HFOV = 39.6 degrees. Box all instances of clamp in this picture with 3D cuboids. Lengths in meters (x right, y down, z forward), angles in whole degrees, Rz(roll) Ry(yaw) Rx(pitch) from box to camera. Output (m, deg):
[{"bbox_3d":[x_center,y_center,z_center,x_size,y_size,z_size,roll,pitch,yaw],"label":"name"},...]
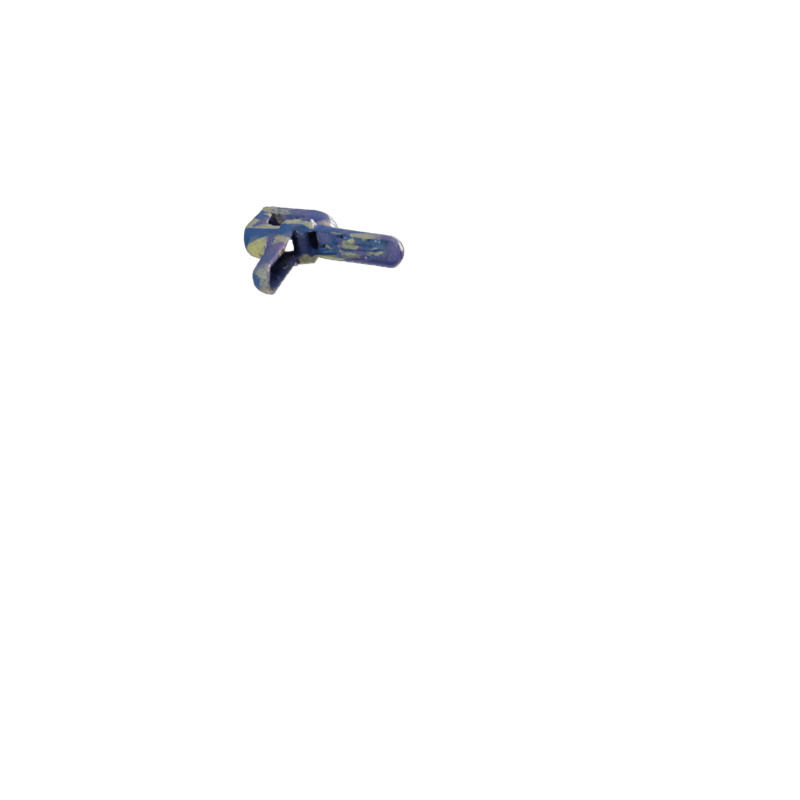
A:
[{"bbox_3d":[-0.071,-0.129,0.904,0.118,0.037,0.182,-6,25,-12],"label":"clamp"}]
